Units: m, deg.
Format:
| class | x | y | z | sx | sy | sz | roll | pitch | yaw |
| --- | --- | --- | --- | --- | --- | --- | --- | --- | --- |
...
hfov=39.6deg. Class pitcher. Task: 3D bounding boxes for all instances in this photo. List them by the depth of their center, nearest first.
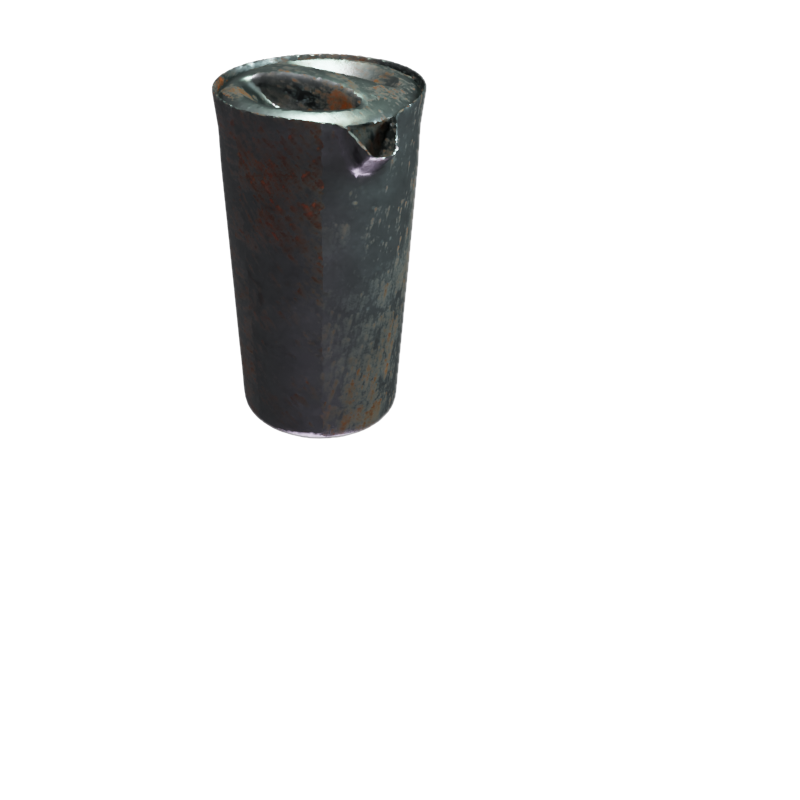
| class | x | y | z | sx | sy | sz | roll | pitch | yaw |
| --- | --- | --- | --- | --- | --- | --- | --- | --- | --- |
| pitcher | -0.058 | -0.107 | 0.747 | 0.148 | 0.229 | 0.155 | 9 | 30 | 12 |
